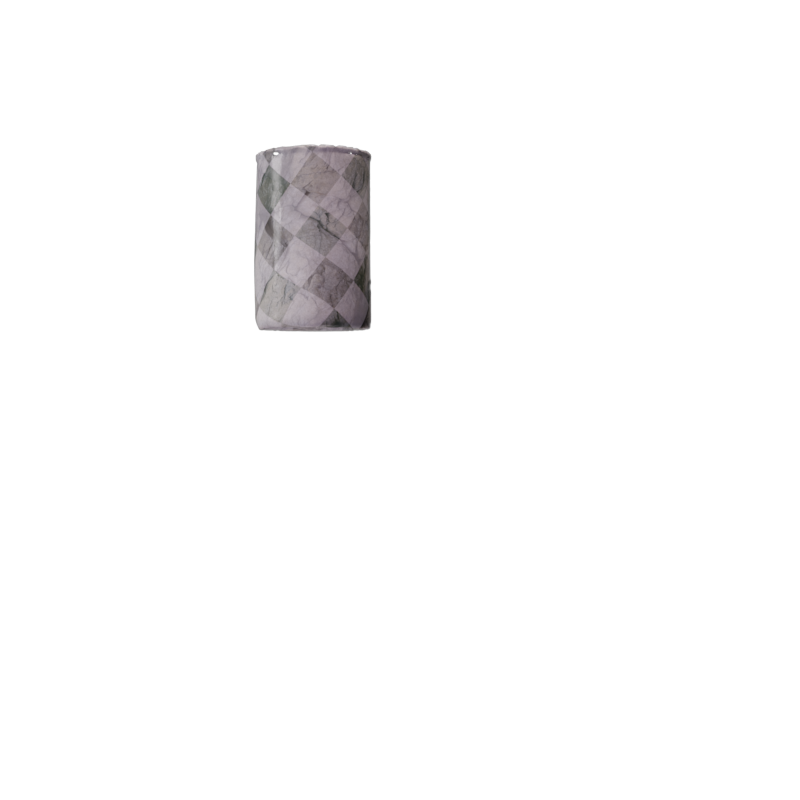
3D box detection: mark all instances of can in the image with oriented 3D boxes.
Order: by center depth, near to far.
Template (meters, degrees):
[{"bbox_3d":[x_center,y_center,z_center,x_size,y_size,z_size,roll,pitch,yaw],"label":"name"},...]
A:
[{"bbox_3d":[-0.050,-0.092,0.645,0.068,0.104,0.068,0,-4,-2],"label":"can"}]
